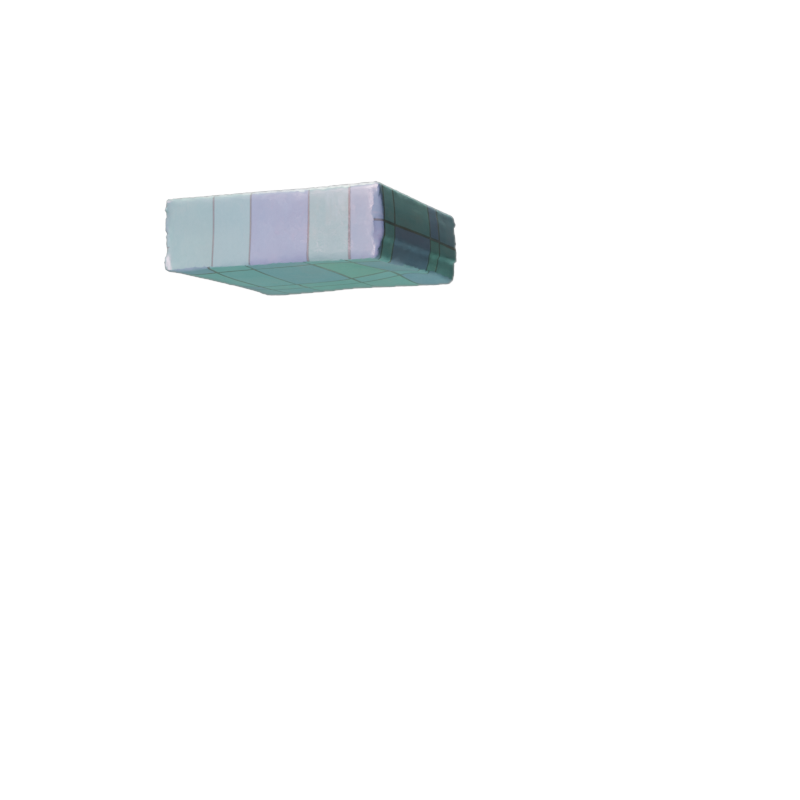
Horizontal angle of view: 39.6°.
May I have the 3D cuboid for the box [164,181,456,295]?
[{"bbox_3d":[-0.041,-0.075,0.527,0.117,0.040,0.086,-2,-5,26],"label":"box"}]
